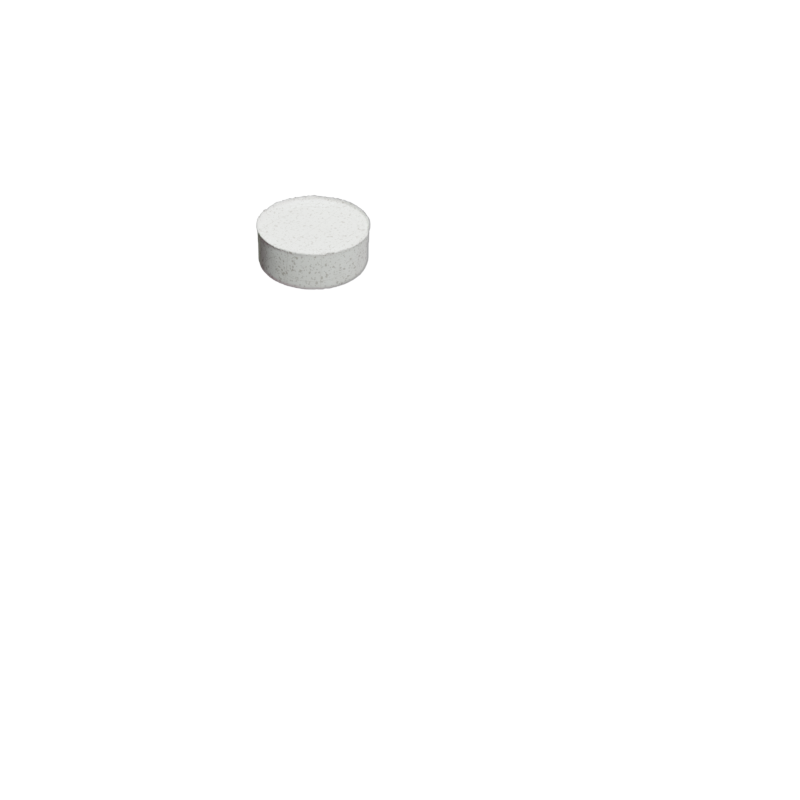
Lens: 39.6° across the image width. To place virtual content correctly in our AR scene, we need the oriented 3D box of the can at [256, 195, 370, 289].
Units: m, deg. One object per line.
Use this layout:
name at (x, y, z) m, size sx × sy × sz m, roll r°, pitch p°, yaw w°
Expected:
can at (-0.066, -0.120, 0.840) m, size 0.086 × 0.031 × 0.092 m, roll -1°, pitch 37°, yaw -2°
